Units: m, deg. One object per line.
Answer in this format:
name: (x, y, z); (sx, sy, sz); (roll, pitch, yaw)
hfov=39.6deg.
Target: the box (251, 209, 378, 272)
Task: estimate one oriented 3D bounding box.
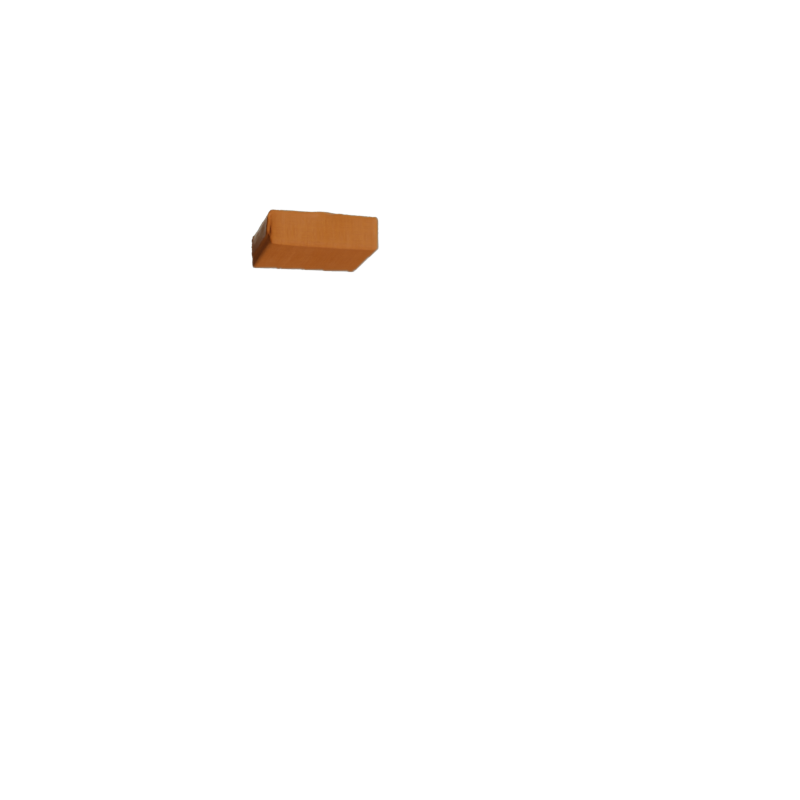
box: (-0.069, -0.126, 0.883); (0.087, 0.031, 0.072); (2, -10, -14)
